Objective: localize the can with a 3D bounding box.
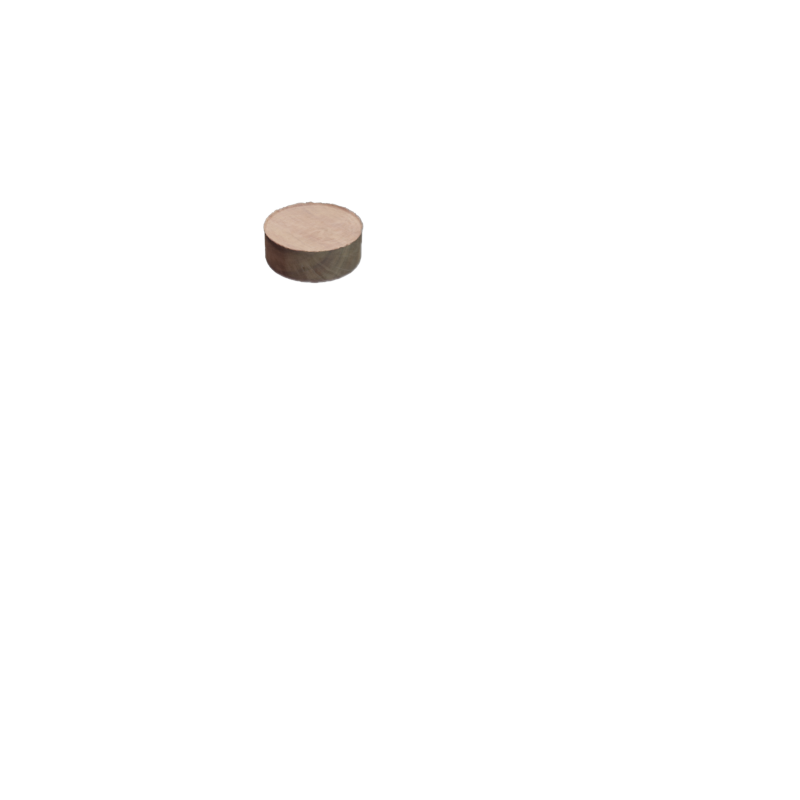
[{"bbox_3d":[-0.075,-0.137,0.959,0.086,0.031,0.092,-1,36,-2],"label":"can"}]
